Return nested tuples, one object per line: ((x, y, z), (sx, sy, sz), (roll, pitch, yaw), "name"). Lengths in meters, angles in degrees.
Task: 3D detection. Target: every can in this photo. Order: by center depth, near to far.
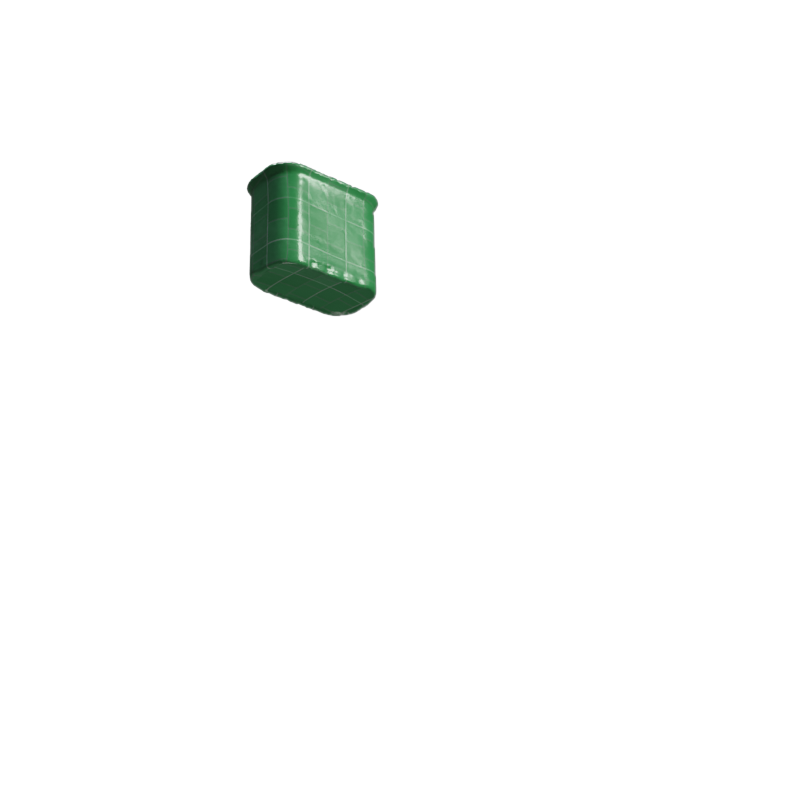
((-0.065, -0.118, 0.828), (0.096, 0.089, 0.057), (19, -33, -35), "can")
